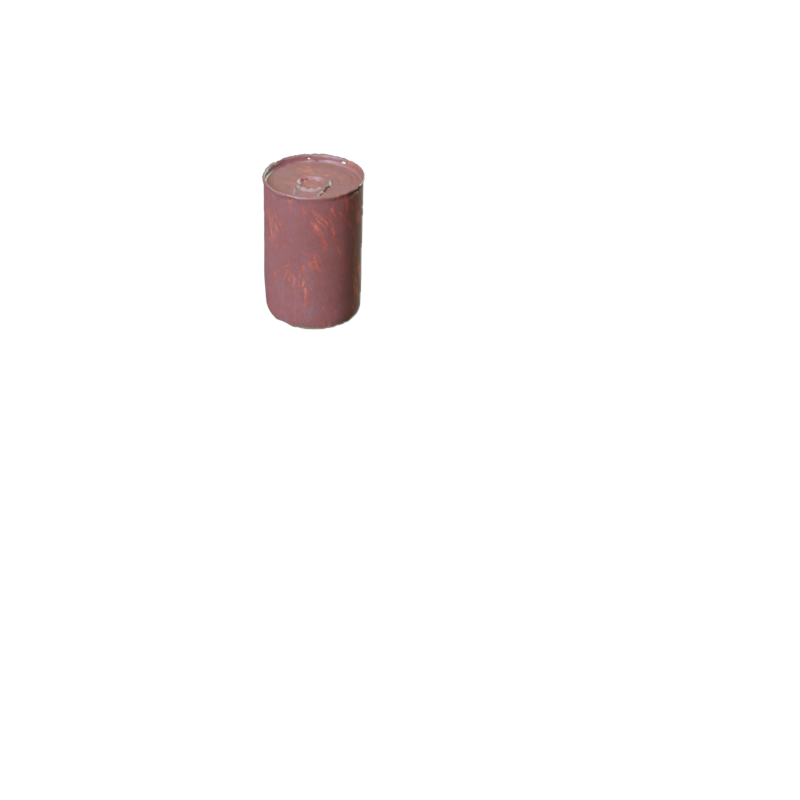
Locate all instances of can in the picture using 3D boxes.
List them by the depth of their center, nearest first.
[{"bbox_3d":[-0.059,-0.108,0.757,0.068,0.096,0.073,0,32,-3],"label":"can"}]
